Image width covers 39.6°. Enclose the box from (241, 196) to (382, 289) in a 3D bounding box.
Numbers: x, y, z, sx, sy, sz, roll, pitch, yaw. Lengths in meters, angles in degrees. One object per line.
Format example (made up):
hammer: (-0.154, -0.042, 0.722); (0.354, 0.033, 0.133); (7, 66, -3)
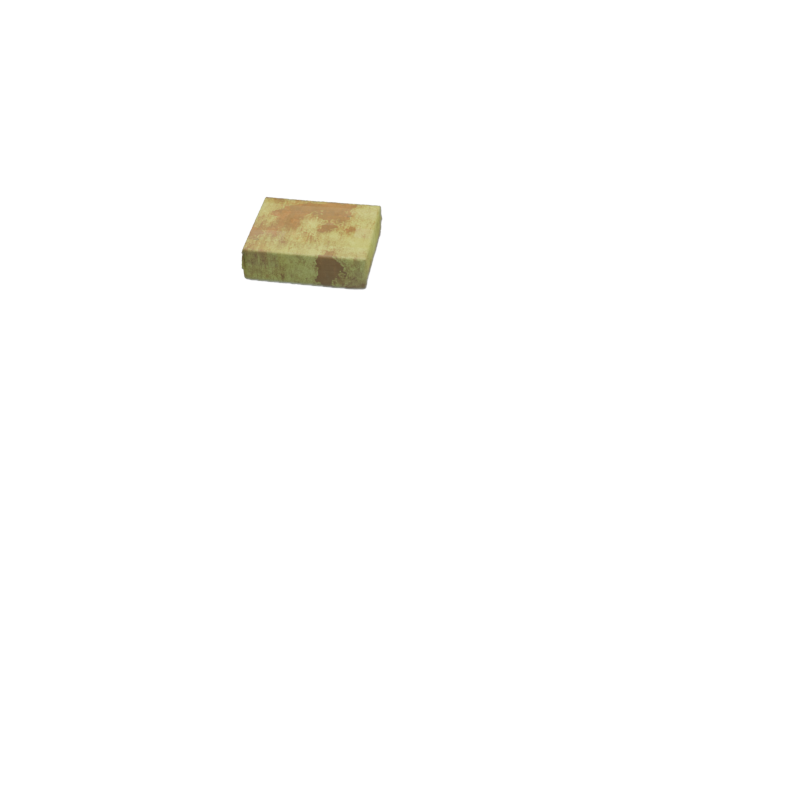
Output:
box: (-0.078, -0.143, 0.999); (0.115, 0.036, 0.095); (6, 40, 7)
